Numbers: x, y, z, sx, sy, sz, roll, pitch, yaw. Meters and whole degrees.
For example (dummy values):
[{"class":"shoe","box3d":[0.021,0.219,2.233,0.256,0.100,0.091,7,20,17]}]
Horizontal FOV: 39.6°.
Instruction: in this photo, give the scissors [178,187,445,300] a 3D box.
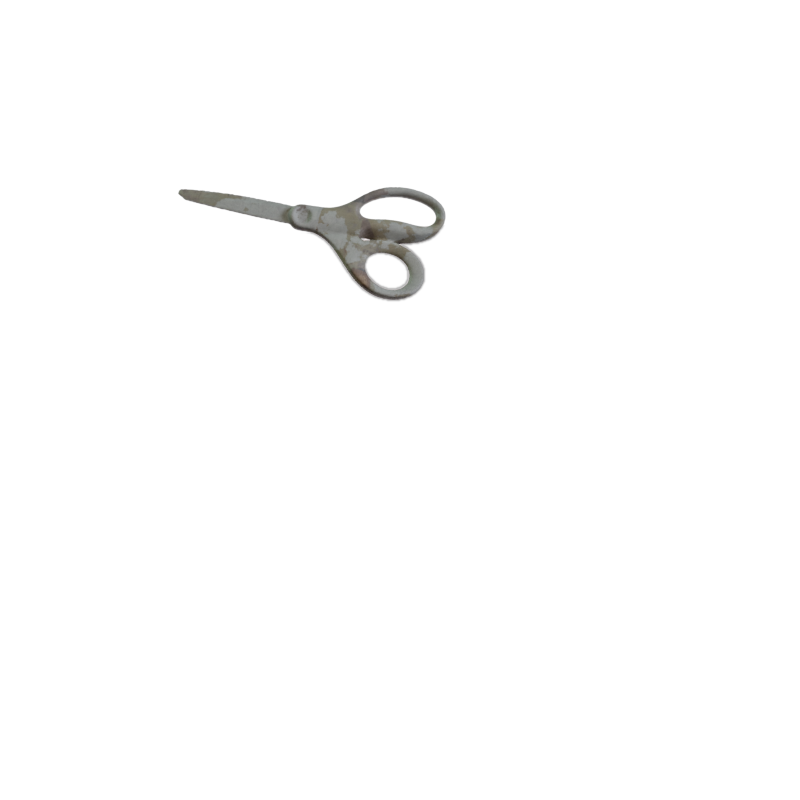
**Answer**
[{"class":"scissors","box3d":[-0.065,-0.119,0.836,0.201,0.100,0.015,-4,-17,-1]}]
